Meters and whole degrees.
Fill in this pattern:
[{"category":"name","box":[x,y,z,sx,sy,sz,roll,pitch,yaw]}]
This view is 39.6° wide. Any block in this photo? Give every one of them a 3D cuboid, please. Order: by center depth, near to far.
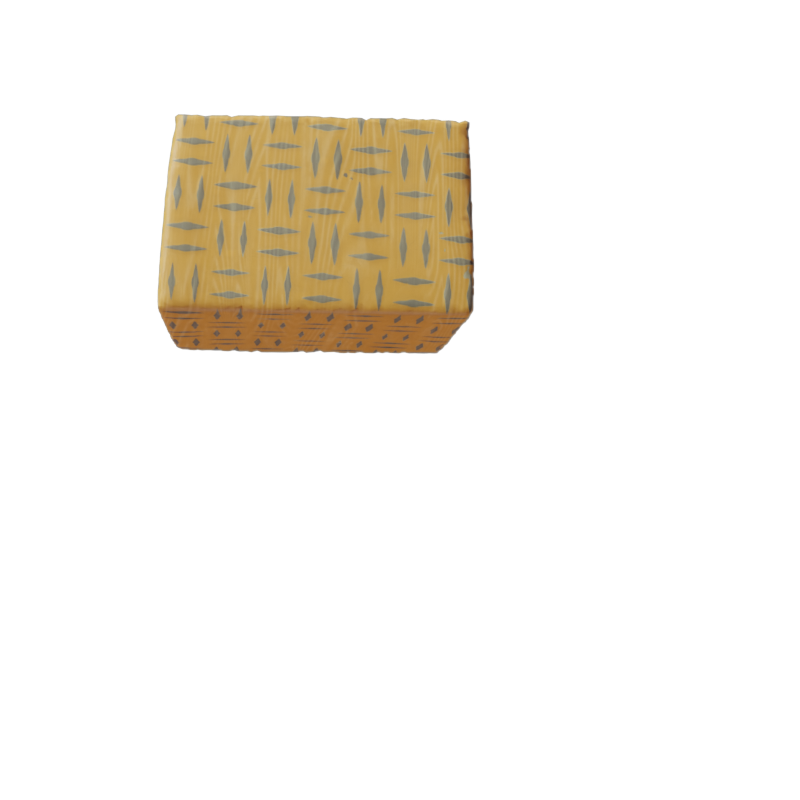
[{"category":"block","box":[-0.023,-0.042,0.298,0.077,0.053,0.051,1,-13,-5]}]
